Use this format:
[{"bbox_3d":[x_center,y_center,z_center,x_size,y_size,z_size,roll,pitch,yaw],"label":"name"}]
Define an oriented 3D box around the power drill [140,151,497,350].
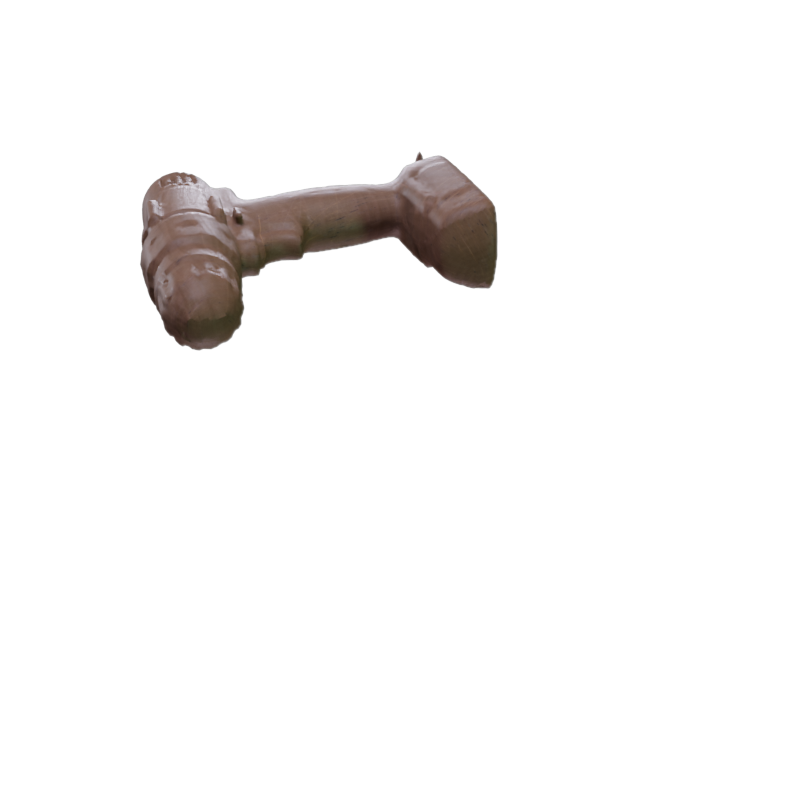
[{"bbox_3d":[-0.047,-0.086,0.603,0.185,0.054,0.197,-6,29,-11],"label":"power drill"}]
